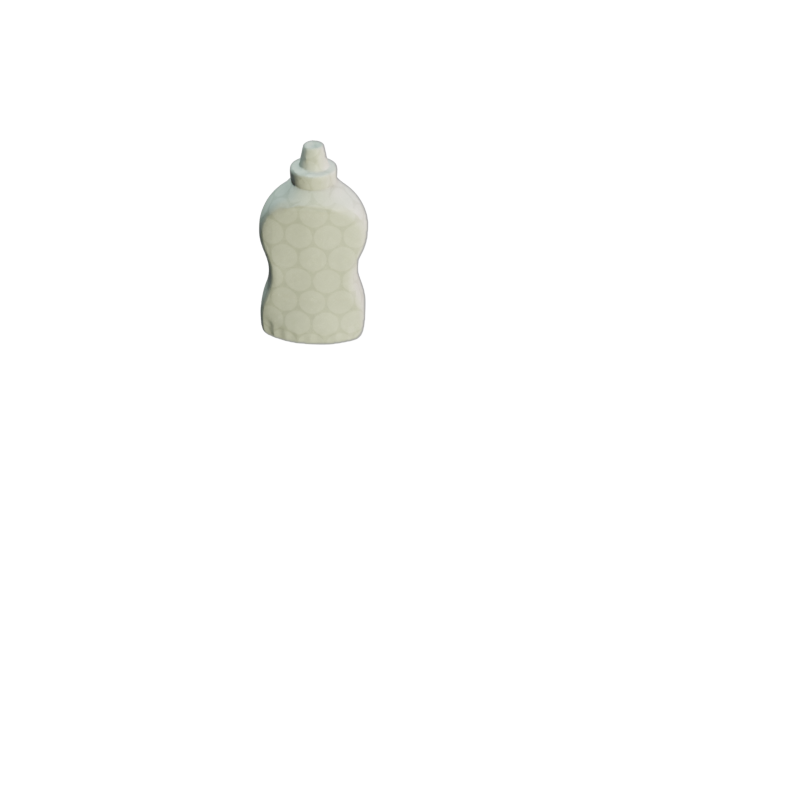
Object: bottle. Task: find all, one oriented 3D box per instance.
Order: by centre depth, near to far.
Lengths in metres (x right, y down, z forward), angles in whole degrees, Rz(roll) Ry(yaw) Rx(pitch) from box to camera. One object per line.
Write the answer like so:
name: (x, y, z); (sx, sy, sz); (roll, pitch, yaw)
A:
bottle: (-0.077, -0.141, 0.988); (0.097, 0.180, 0.062); (5, 34, 4)
